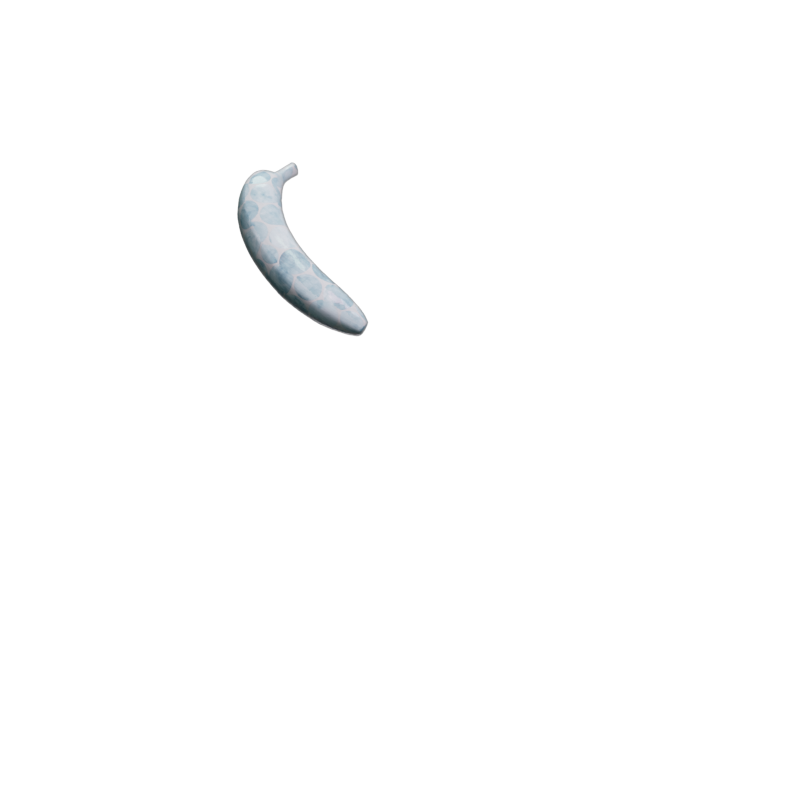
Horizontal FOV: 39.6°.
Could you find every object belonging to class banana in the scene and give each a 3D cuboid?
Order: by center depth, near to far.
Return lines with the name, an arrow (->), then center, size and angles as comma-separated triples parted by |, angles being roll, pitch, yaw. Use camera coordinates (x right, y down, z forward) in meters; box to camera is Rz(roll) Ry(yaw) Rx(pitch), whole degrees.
banana -> -0.088, -0.125, 0.885 | 0.069, 0.214, 0.034 | -14, -38, -12
